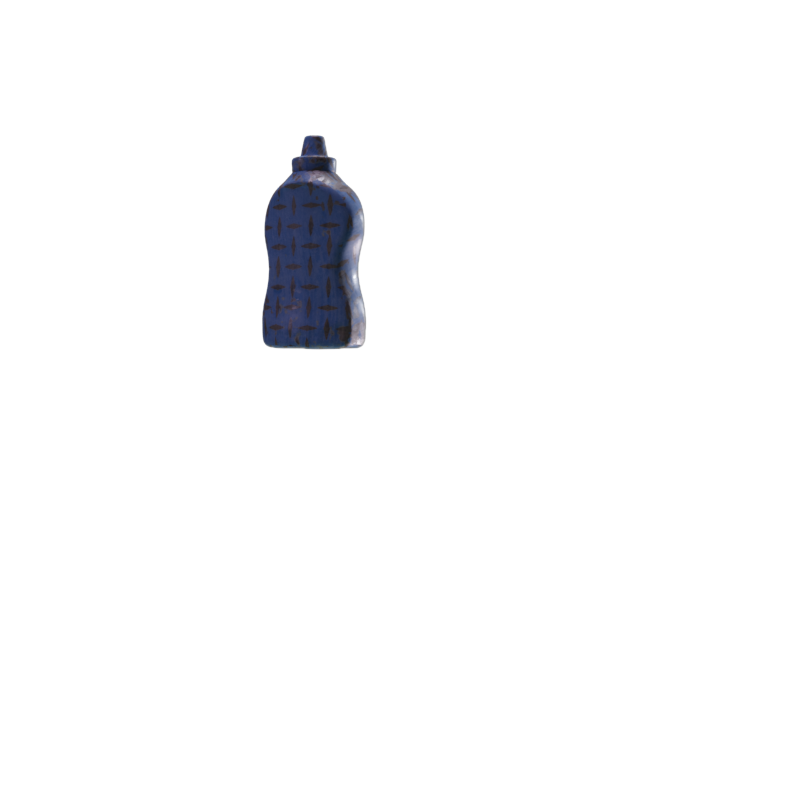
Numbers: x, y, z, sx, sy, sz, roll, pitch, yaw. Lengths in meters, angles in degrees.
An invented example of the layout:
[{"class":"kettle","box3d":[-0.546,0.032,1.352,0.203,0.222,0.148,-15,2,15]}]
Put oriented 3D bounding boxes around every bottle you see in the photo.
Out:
[{"class":"bottle","box3d":[-0.078,-0.143,1.000,0.099,0.193,0.056,-2,-3,34]}]
